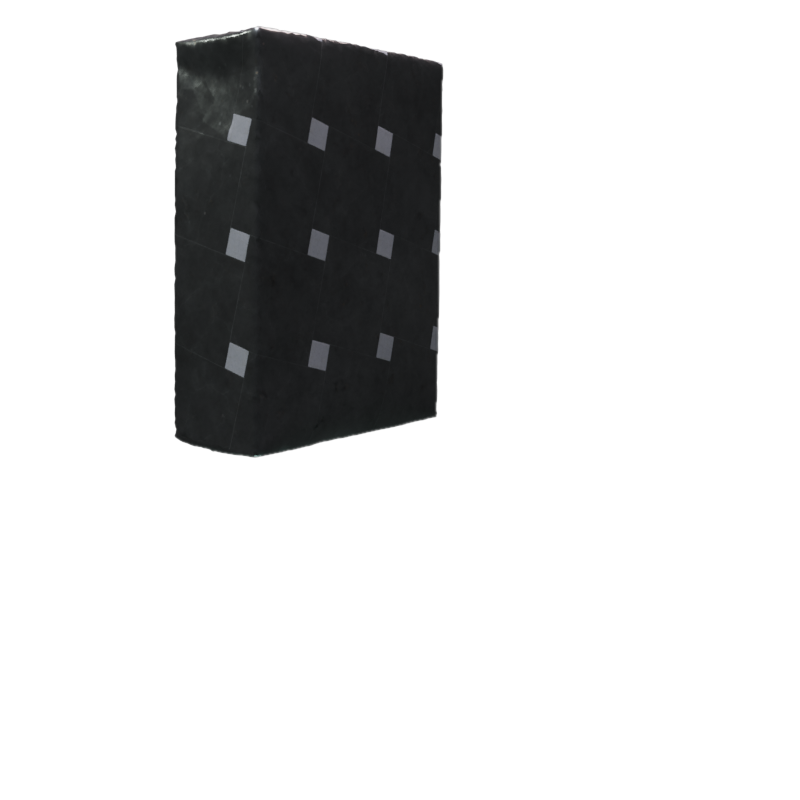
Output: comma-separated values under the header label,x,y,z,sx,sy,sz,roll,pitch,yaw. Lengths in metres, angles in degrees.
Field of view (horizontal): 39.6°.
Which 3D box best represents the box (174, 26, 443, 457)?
label,x,y,z,sx,sy,sz,roll,pitch,yaw
box,-0.049,-0.089,0.620,0.075,0.213,0.159,1,4,37
